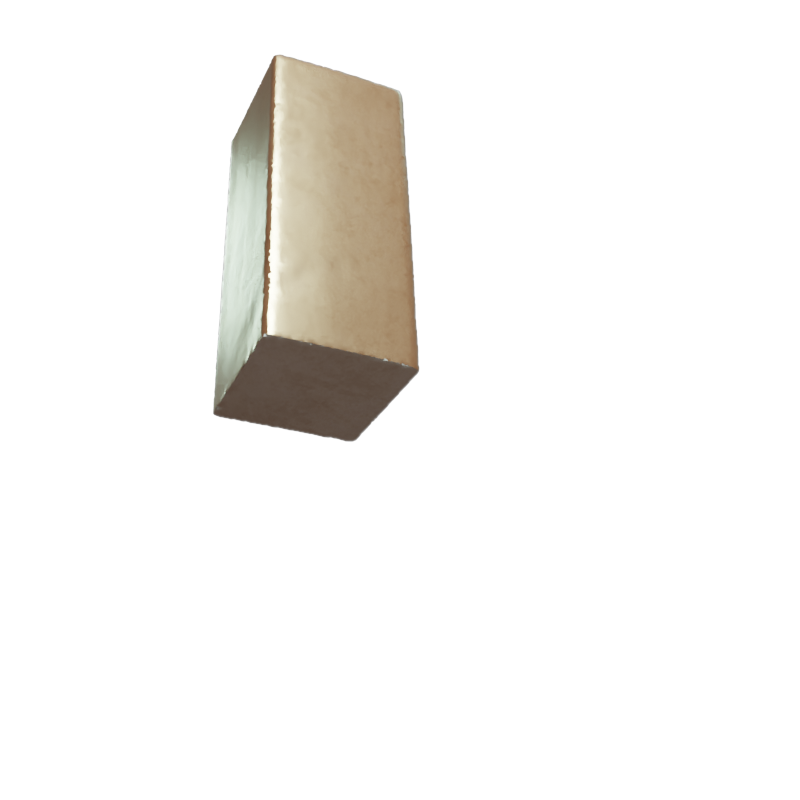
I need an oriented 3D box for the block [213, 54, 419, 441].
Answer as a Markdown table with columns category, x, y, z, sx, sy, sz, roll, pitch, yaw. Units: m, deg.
| category | x | y | z | sx | sy | sz | roll | pitch | yaw |
| --- | --- | --- | --- | --- | --- | --- | --- | --- | --- |
| block | -0.051 | -0.094 | 0.661 | 0.087 | 0.221 | 0.088 | 13 | -38 | -21 |
